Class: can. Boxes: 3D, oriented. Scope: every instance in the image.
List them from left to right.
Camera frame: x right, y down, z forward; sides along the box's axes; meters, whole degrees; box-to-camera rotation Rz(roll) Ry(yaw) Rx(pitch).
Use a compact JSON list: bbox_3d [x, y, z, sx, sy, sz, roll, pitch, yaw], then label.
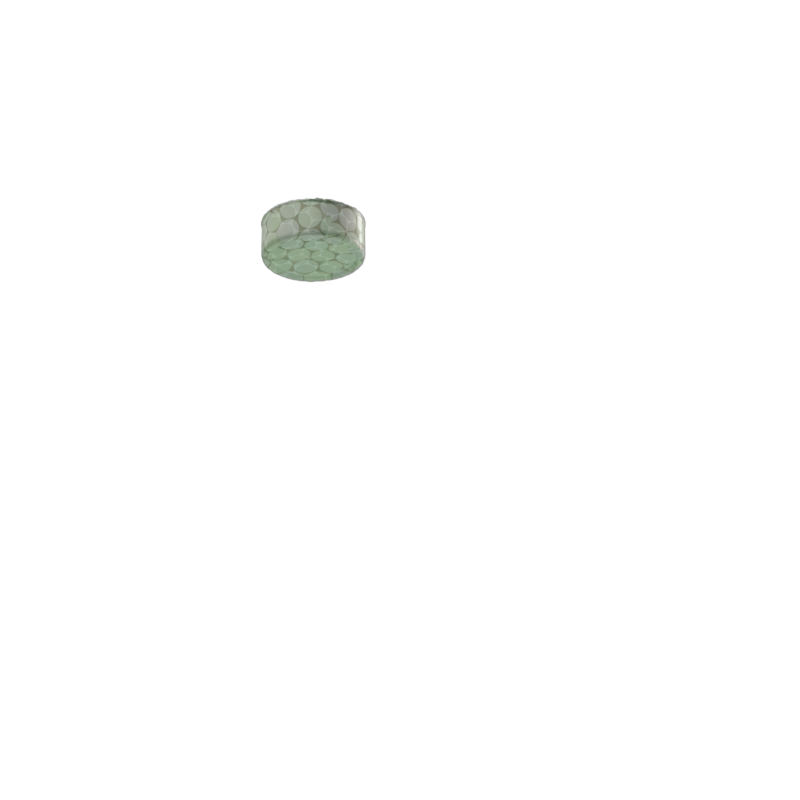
[{"bbox_3d":[-0.070,-0.128,0.899,0.086,0.035,0.081,0,-22,-2],"label":"can"}]
